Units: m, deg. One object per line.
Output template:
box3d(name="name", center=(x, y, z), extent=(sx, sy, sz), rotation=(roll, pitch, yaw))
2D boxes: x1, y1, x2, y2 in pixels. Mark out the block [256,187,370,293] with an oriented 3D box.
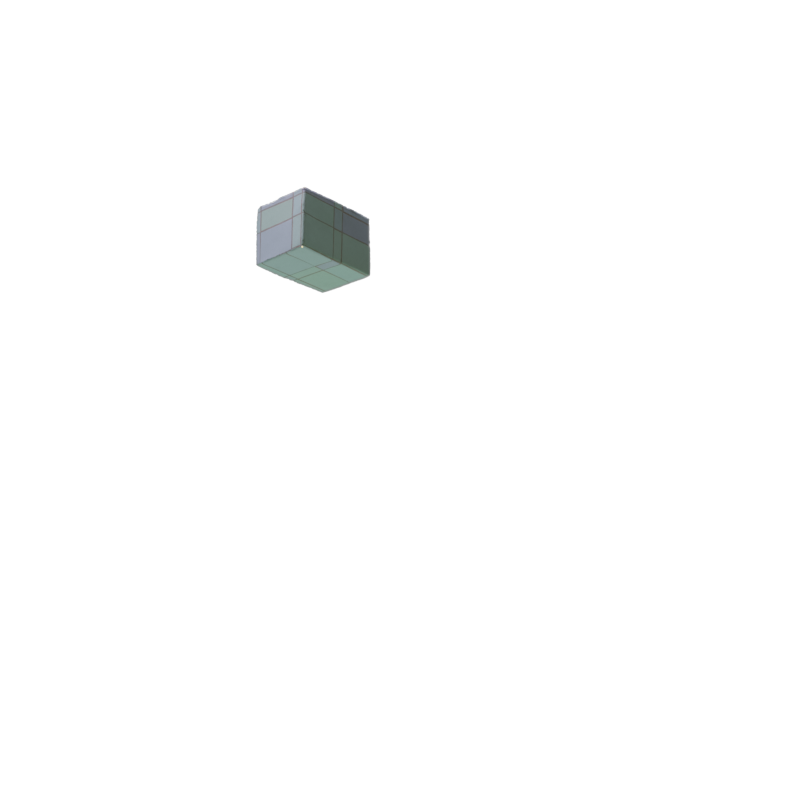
box3d(name="block", center=(-0.068, -0.123, 0.863), extent=(0.053, 0.054, 0.073), rotation=(-18, -26, 38))
